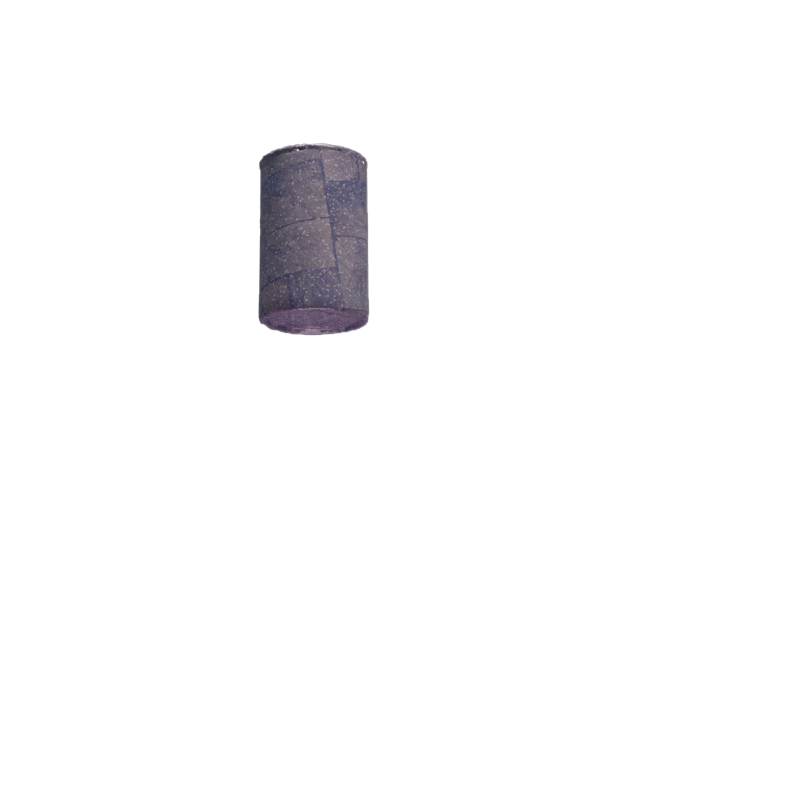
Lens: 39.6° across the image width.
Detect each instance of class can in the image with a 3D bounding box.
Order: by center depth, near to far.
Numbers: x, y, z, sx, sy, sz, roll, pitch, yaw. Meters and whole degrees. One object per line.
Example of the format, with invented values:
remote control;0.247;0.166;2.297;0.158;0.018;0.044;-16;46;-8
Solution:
can;-0.053;-0.096;0.676;0.068;0.106;0.066;0;-15;-2
